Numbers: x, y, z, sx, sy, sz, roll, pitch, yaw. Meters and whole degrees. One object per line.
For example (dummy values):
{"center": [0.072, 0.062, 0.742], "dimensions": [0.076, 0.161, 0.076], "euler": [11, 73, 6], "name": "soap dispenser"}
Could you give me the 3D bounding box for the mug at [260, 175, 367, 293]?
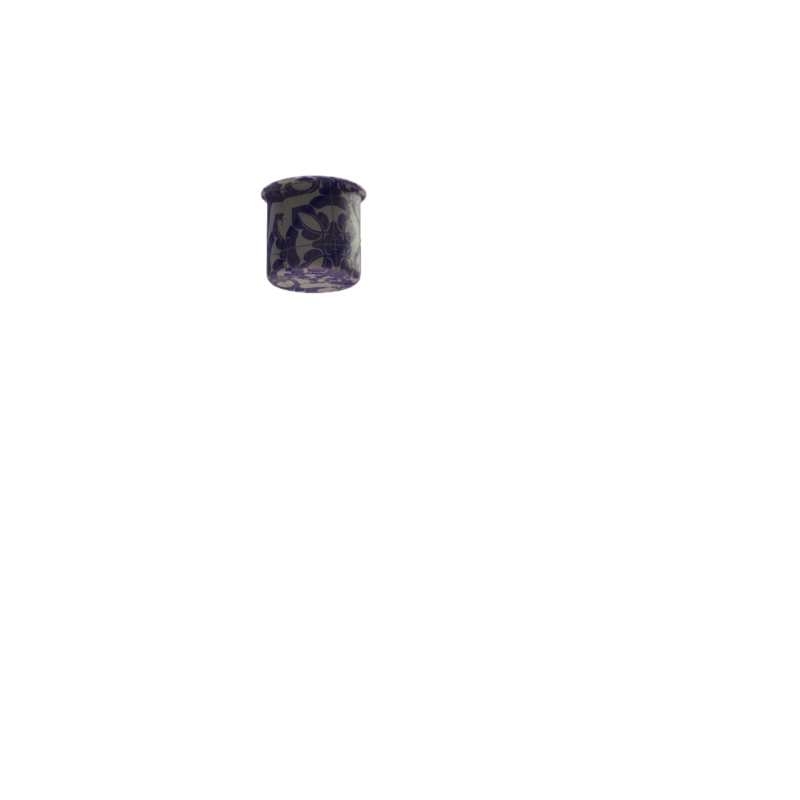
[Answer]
{"center": [-0.076, -0.139, 0.974], "dimensions": [0.093, 0.085, 0.114], "euler": [1, -12, -5], "name": "mug"}
